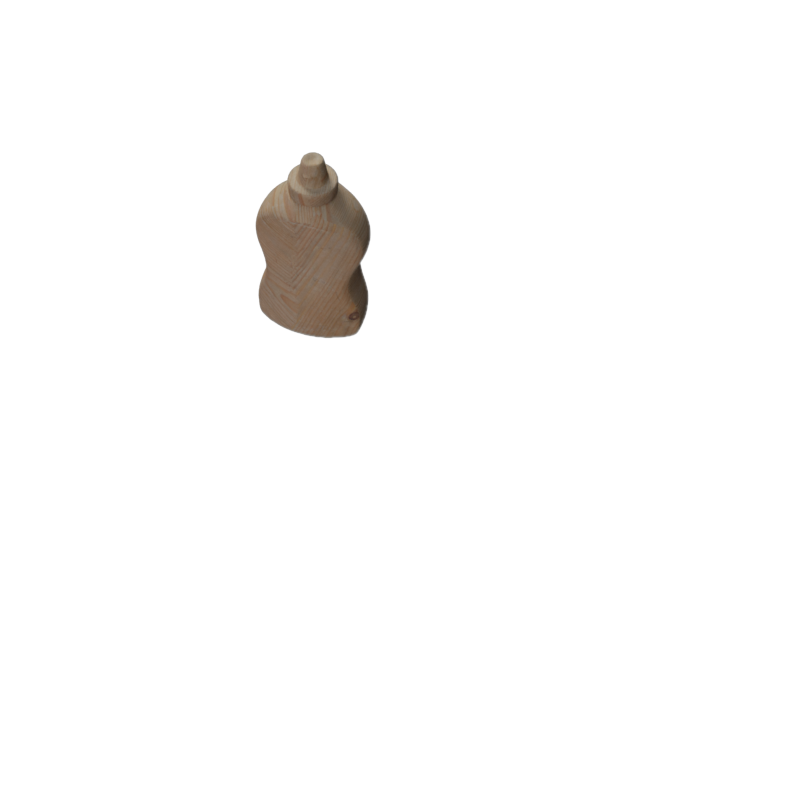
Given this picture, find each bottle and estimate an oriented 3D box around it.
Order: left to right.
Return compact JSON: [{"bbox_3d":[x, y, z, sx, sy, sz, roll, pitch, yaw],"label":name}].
[{"bbox_3d":[-0.074,-0.134,0.938,0.098,0.061,0.179,17,-38,10],"label":"bottle"}]
